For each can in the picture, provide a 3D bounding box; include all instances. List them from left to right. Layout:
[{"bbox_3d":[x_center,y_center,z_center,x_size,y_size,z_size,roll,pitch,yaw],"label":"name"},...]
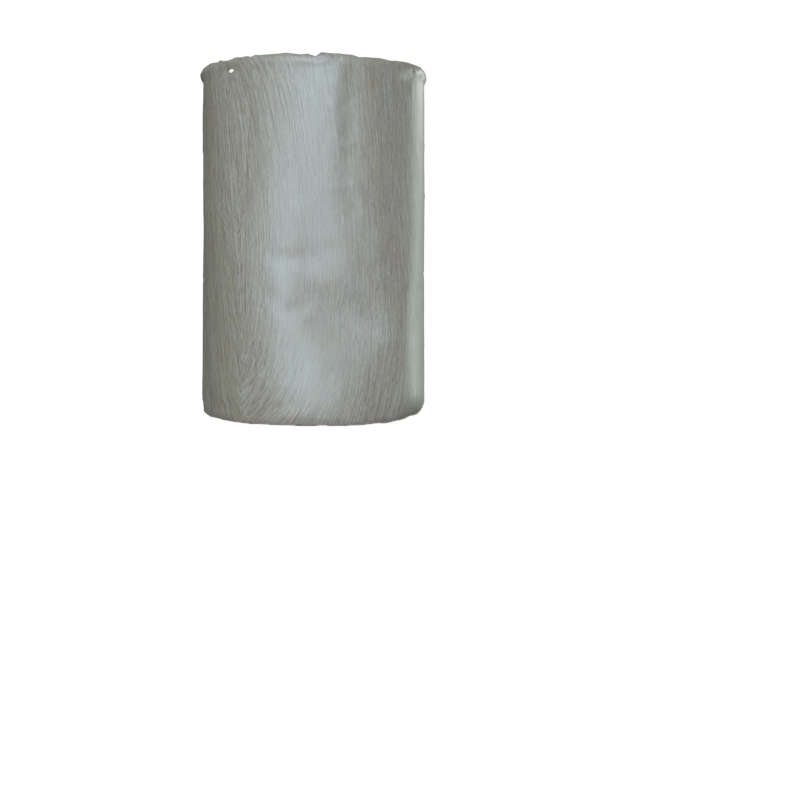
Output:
[{"bbox_3d":[-0.026,-0.048,0.333,0.068,0.102,0.069,0,1,-2],"label":"can"}]
